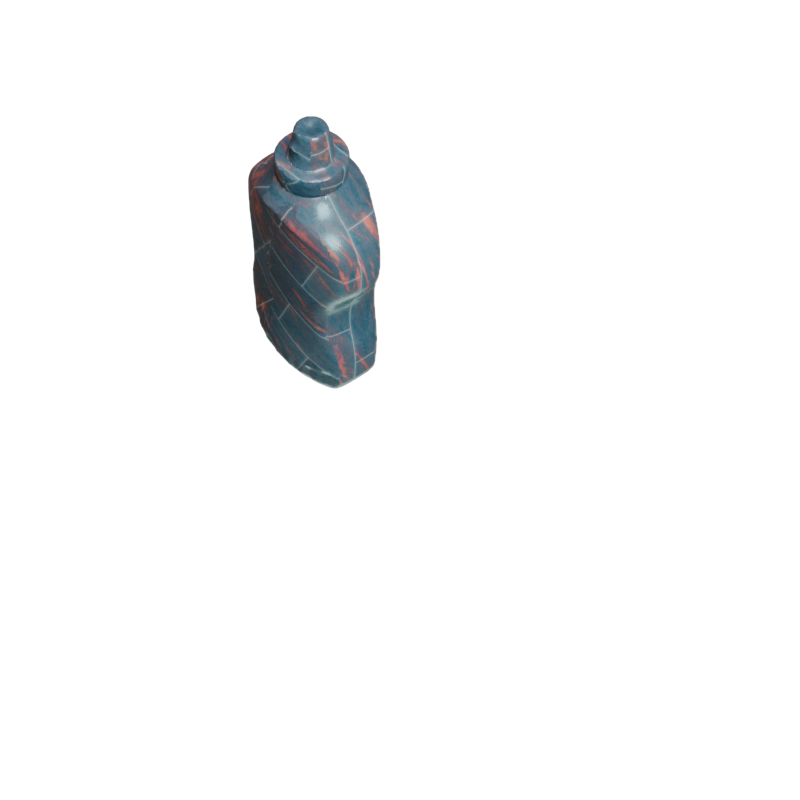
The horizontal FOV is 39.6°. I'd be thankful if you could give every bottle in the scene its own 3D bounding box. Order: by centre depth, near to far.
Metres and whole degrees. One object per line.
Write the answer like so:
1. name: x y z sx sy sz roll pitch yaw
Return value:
1. bottle: -0.051 -0.092 0.648 0.058 0.103 0.179 -28 -28 -21
